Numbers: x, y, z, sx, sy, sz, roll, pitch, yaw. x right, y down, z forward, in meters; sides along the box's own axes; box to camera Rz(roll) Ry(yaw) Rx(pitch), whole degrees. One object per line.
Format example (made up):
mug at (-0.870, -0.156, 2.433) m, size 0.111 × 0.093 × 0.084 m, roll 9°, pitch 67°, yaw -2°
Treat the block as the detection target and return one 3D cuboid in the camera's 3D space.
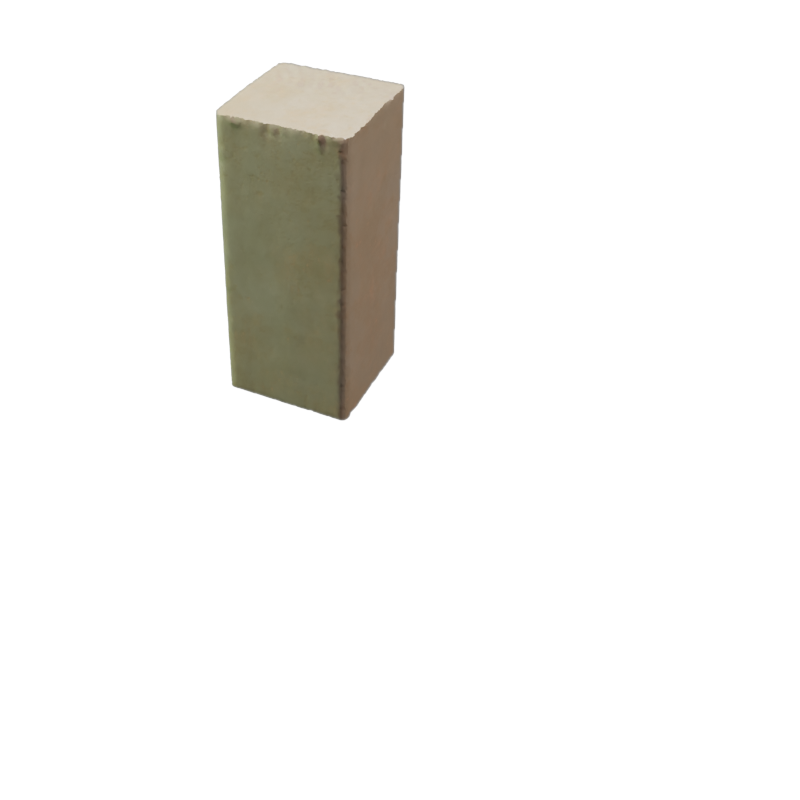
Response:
block at (-0.057, -0.103, 0.724) m, size 0.094 × 0.193 × 0.093 m, roll 16°, pitch 36°, yaw 18°
